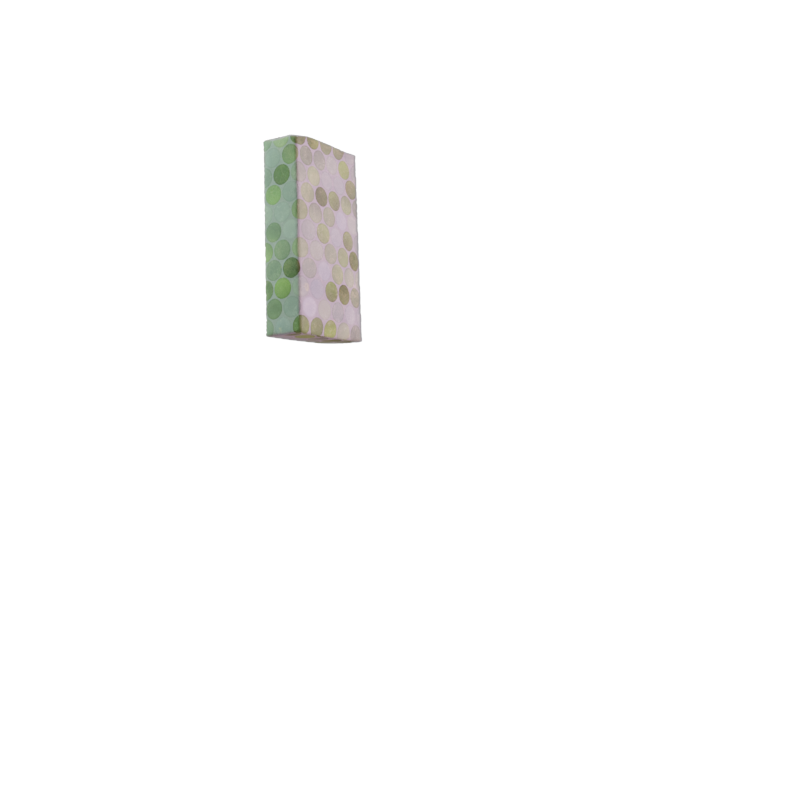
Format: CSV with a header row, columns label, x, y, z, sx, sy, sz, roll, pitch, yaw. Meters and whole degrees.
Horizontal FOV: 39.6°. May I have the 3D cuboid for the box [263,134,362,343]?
label,x,y,z,sx,sy,sz,roll,pitch,yaw
box,-0.077,-0.141,0.986,0.049,0.181,0.089,-8,-11,34
